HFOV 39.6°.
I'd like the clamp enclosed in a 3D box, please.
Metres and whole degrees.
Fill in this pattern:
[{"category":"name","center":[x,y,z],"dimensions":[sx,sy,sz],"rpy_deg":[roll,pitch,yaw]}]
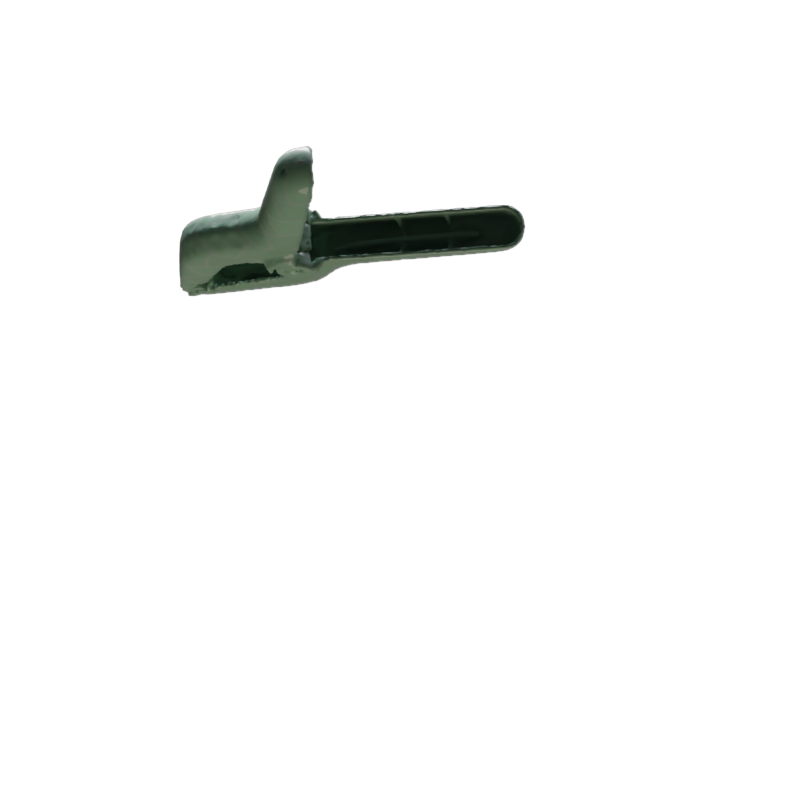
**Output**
[{"category":"clamp","center":[-0.048,-0.088,0.619],"dimensions":[0.157,0.037,0.214],"rpy_deg":[6,-11,-37]}]
